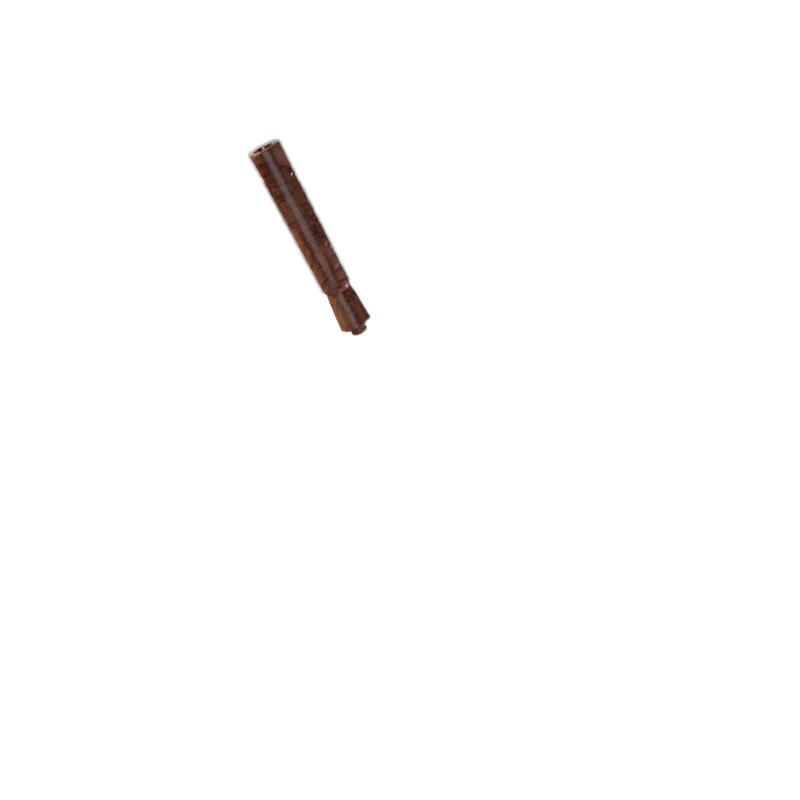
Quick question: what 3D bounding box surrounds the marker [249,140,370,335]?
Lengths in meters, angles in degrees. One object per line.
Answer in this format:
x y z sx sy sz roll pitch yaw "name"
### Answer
-0.049 -0.089 0.625 0.020 0.116 0.020 -26 15 7 "marker"
